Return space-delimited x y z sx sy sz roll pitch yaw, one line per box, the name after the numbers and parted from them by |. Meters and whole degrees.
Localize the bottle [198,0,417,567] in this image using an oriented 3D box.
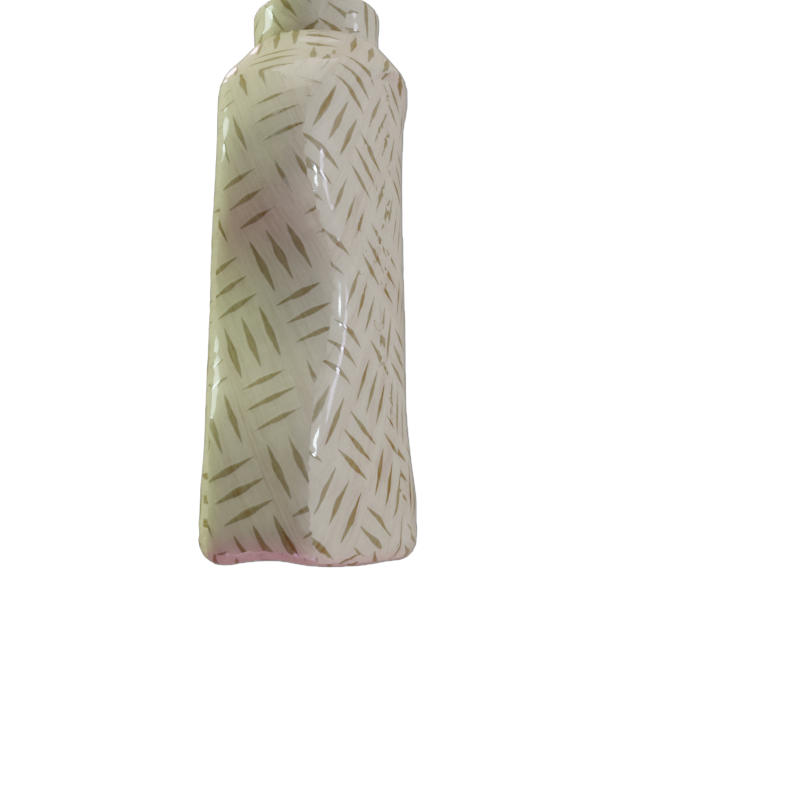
-0.026 -0.049 0.344 0.059 0.198 0.091 -5 -12 16 | bottle
